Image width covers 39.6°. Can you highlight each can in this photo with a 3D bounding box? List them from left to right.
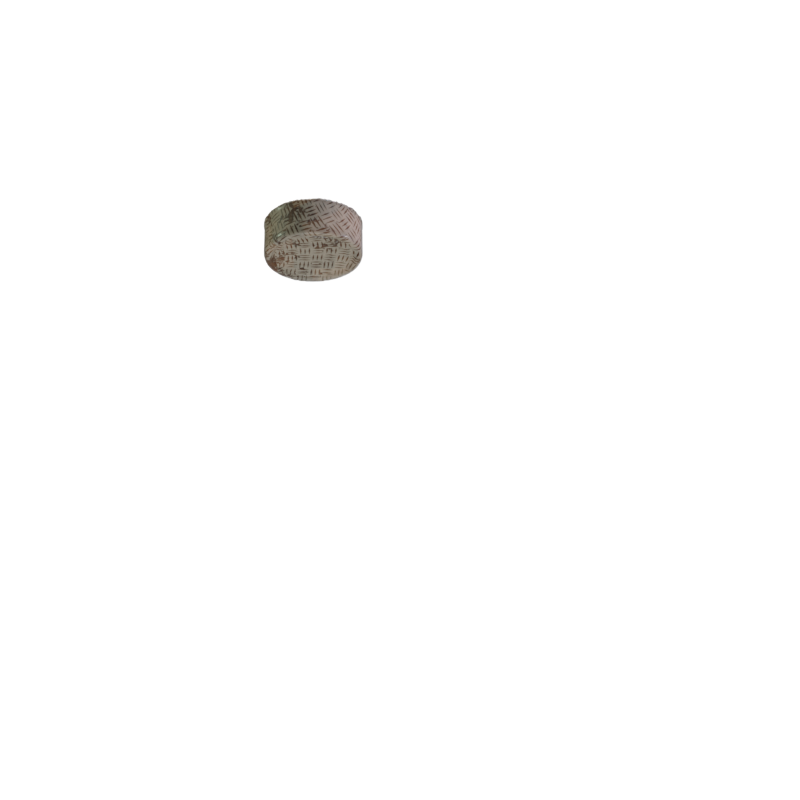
[{"bbox_3d":[-0.074,-0.136,0.950,0.086,0.036,0.081,1,-26,-2],"label":"can"}]
